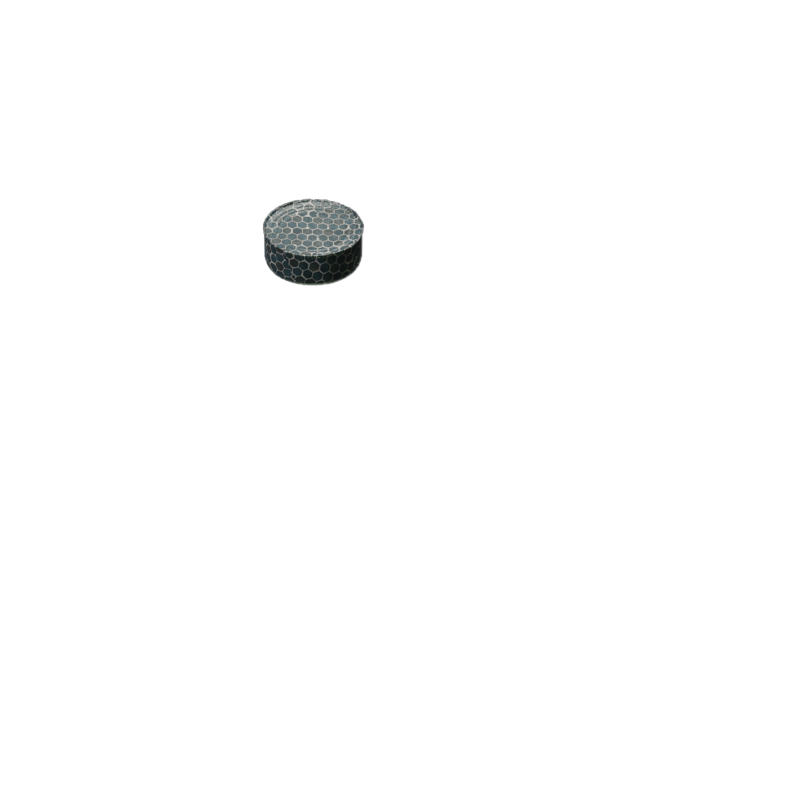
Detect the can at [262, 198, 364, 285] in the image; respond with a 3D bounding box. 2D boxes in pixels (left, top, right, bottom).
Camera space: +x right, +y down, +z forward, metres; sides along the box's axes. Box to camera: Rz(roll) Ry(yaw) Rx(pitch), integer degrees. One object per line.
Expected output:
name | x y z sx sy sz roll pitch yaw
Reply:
can | -0.074 -0.135 0.948 0.086 0.031 0.092 -1 40 -2
